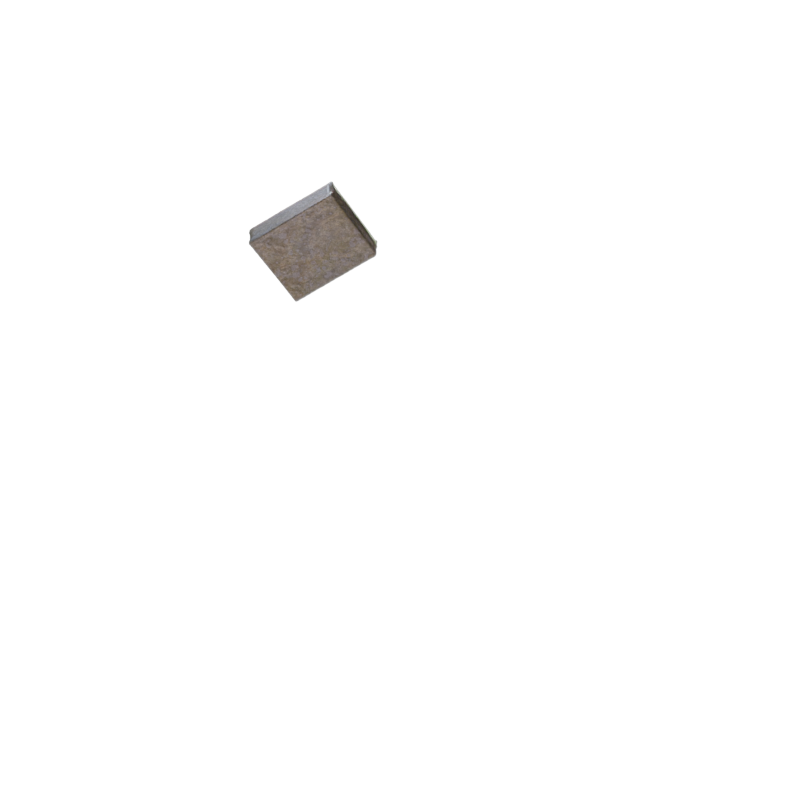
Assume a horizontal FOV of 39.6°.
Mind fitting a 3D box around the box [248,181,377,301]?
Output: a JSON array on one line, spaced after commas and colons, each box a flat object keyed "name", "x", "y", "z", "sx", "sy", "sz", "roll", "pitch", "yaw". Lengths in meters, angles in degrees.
[{"name": "box", "x": -0.076, "y": -0.138, "z": 0.969, "sx": 0.089, "sy": 0.069, "sz": 0.032, "roll": -29, "pitch": 28, "yaw": 17}]
